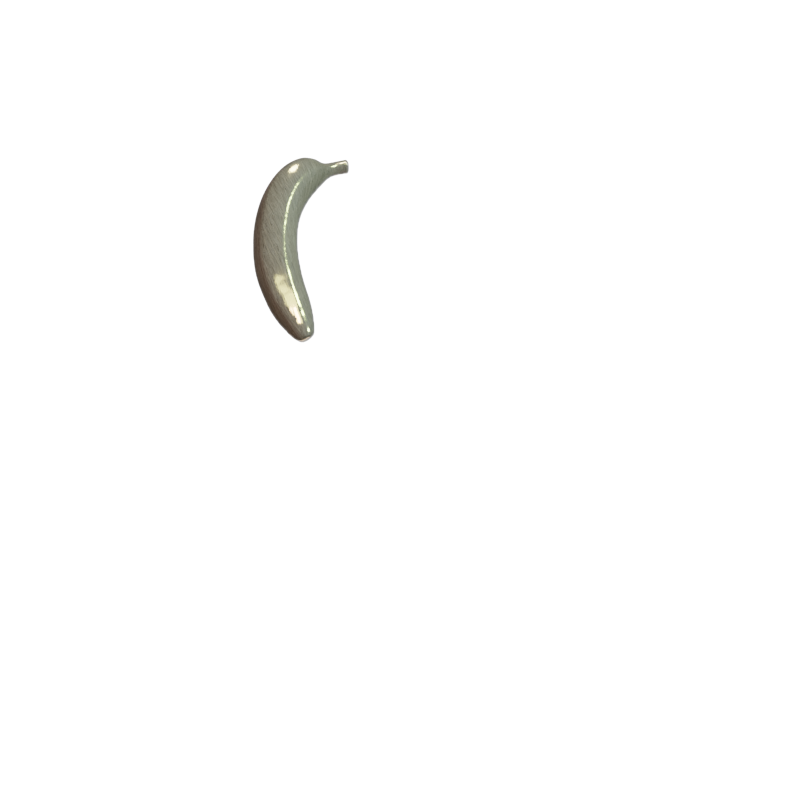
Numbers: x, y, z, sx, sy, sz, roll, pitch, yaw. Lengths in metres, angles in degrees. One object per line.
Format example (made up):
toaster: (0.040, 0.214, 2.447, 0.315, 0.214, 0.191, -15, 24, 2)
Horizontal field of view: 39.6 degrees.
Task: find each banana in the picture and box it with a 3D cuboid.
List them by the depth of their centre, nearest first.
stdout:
banana: (-0.091, -0.141, 0.945, 0.070, 0.210, 0.034, 7, -33, 4)
